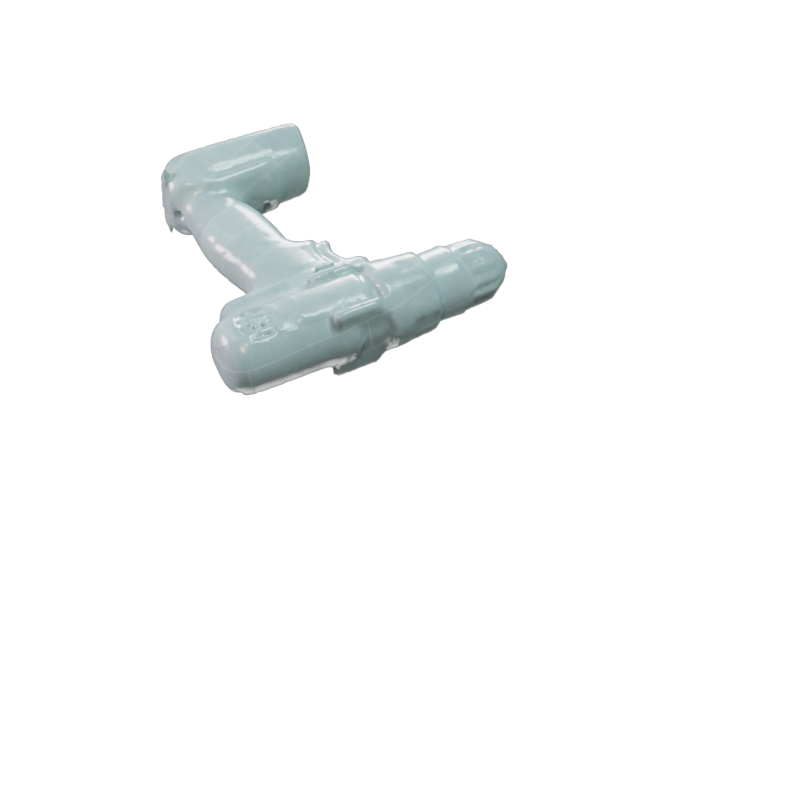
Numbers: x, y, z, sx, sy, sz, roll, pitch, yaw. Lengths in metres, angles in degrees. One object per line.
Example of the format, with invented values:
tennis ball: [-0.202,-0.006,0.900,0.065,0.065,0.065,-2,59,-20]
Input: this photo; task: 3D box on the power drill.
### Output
power drill: [-0.054,-0.098,0.684,0.183,0.053,0.203,-20,47,-20]
